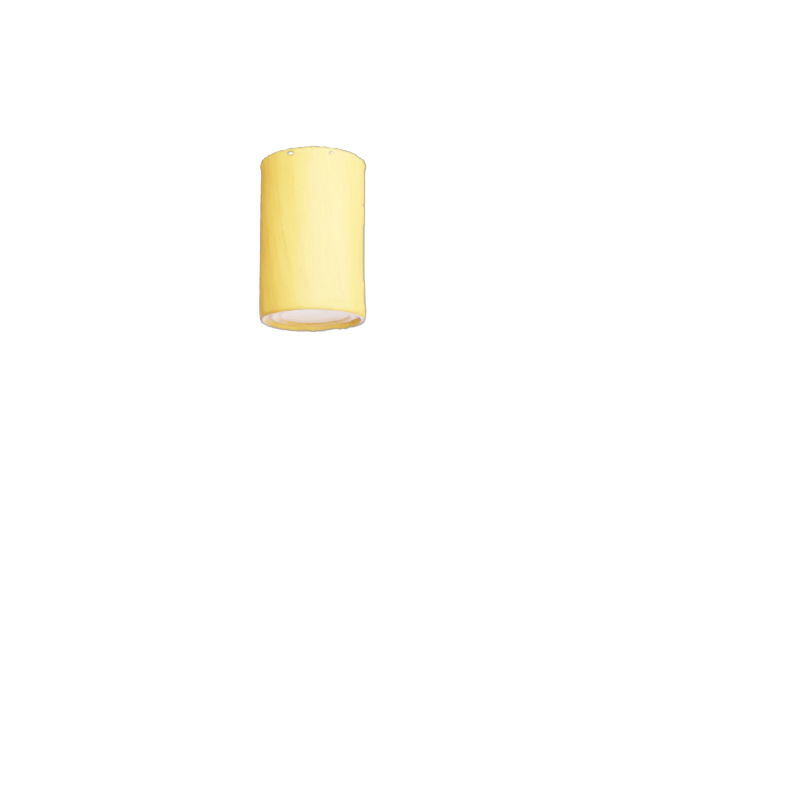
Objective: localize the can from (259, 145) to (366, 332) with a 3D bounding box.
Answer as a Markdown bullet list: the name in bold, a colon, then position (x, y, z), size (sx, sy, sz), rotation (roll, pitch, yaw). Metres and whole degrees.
- **can**: position (-0.054, -0.099, 0.694), size (0.068, 0.106, 0.066), rotation (0, -14, -2)
